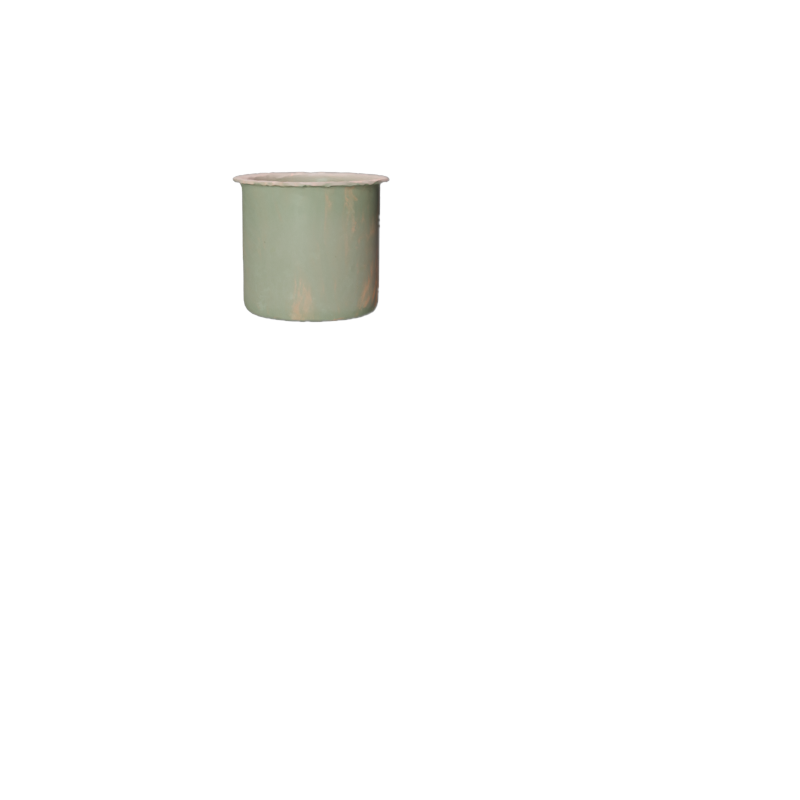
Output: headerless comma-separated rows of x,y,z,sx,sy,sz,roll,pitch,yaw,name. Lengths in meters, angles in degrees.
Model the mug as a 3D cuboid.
-0.053,-0.096,0.676,0.094,0.080,0.119,1,13,3,mug
